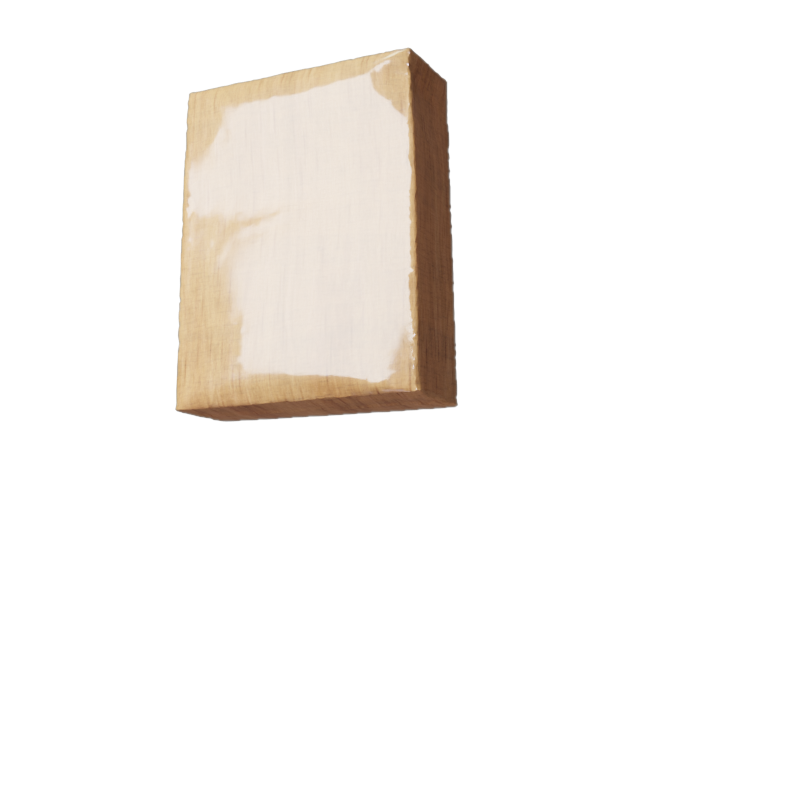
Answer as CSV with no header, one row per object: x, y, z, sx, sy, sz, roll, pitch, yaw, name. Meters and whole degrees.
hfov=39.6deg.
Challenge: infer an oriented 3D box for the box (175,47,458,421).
-0.054,-0.099,0.696,0.168,0.221,0.068,-6,-15,24,box
